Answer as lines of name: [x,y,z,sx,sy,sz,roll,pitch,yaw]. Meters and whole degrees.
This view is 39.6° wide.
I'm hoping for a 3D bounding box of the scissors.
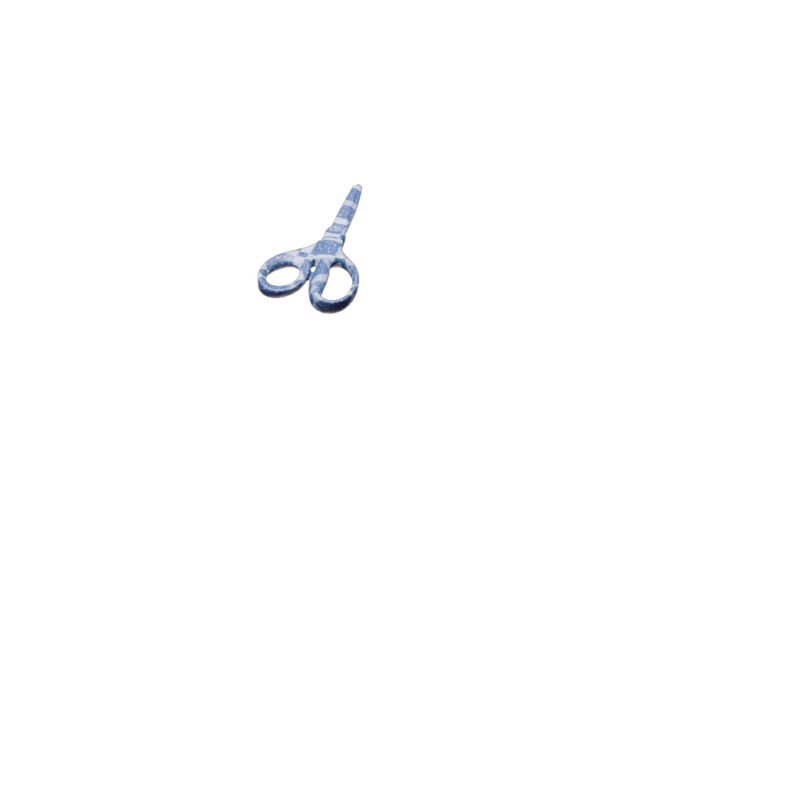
scissors: [-0.078,-0.143,0.999,0.096,0.015,0.216,-2,38,-3]
